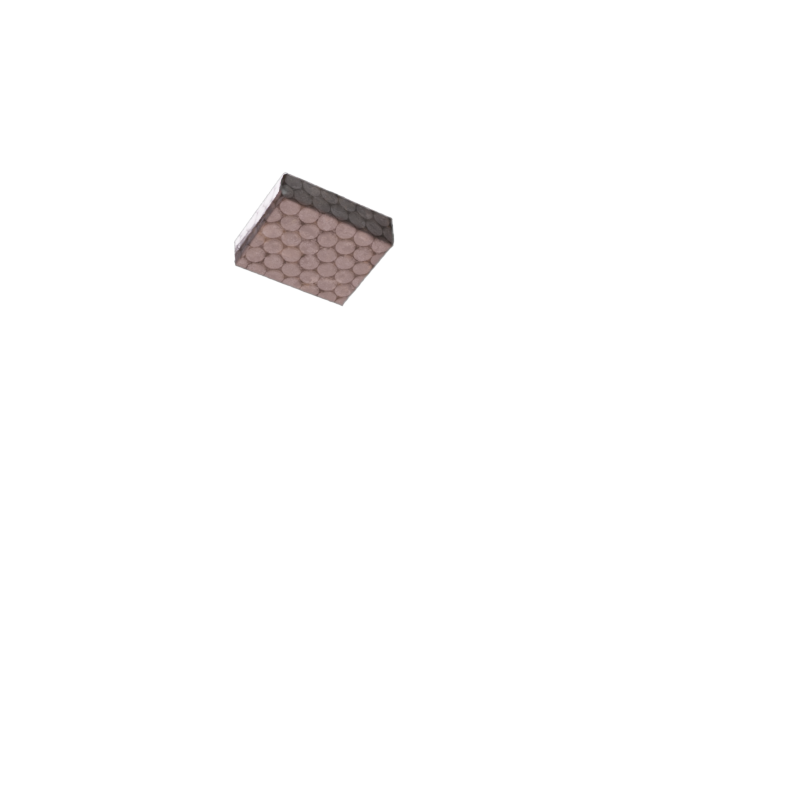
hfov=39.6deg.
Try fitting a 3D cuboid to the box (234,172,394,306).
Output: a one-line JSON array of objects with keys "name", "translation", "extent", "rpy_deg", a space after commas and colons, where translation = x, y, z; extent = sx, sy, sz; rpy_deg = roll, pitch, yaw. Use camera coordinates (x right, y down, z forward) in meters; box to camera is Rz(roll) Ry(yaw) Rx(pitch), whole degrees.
[{"name": "box", "translation": [-0.075, -0.137, 0.960], "extent": [0.109, 0.042, 0.087], "rpy_deg": [23, -48, -23]}]
